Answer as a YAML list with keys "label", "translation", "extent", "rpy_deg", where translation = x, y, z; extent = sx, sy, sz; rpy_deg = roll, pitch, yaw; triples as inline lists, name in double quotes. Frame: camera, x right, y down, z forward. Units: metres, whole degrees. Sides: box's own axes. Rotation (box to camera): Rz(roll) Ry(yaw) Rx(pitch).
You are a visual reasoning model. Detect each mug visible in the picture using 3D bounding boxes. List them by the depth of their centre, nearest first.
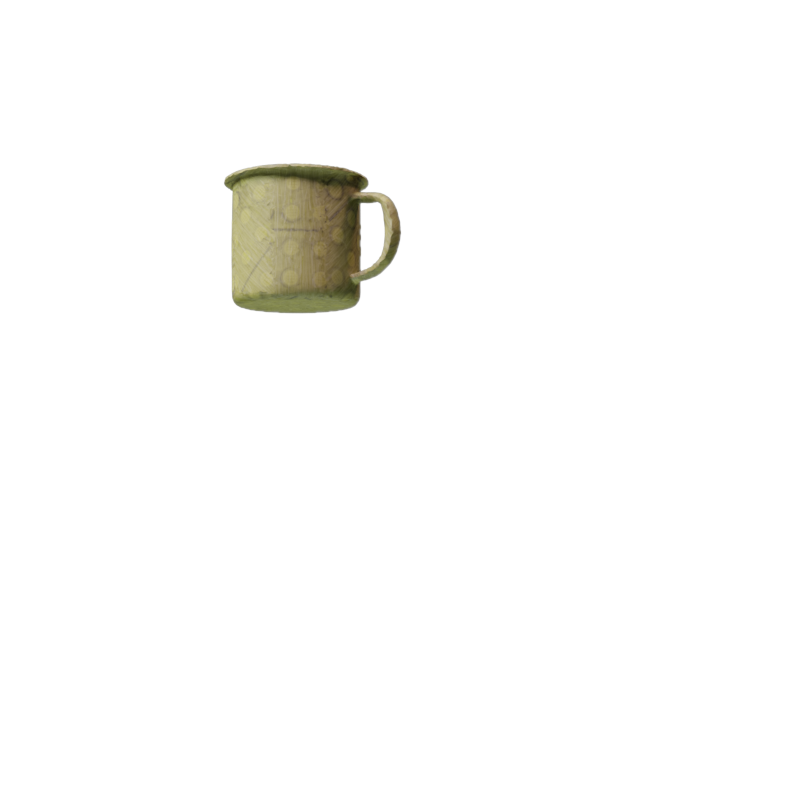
- label: "mug"
  translation: [-0.055, -0.100, 0.700]
  extent: [0.120, 0.083, 0.089]
  rpy_deg: [-2, -7, 22]
